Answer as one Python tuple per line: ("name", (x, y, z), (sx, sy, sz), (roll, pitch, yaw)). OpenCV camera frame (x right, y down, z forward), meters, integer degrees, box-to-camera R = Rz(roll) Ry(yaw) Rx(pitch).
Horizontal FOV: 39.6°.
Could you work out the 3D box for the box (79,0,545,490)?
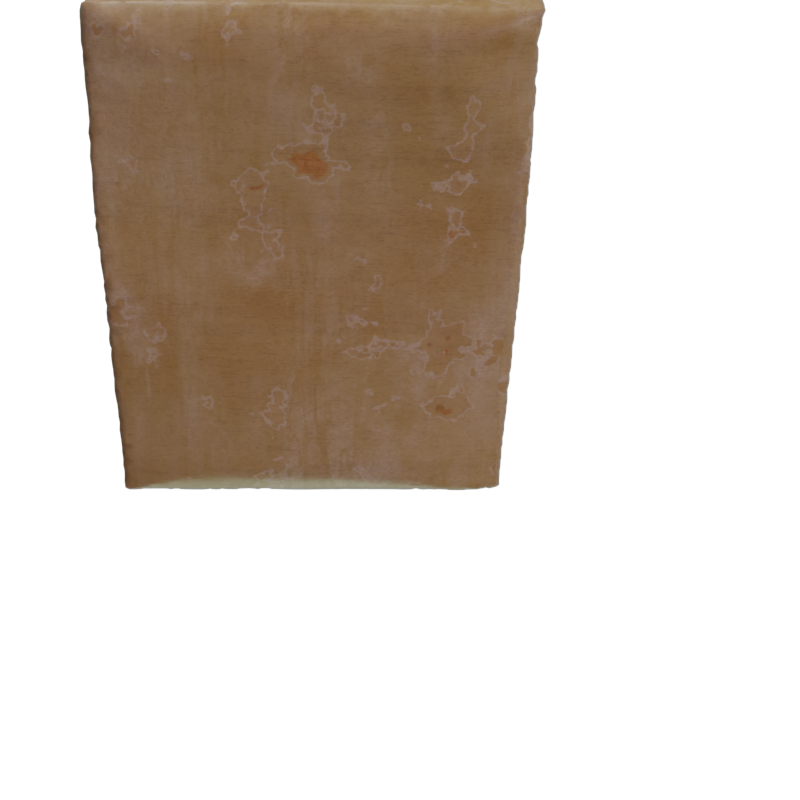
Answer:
("box", (-0.035, -0.064, 0.449), (0.164, 0.201, 0.076), (1, 30, 0))
